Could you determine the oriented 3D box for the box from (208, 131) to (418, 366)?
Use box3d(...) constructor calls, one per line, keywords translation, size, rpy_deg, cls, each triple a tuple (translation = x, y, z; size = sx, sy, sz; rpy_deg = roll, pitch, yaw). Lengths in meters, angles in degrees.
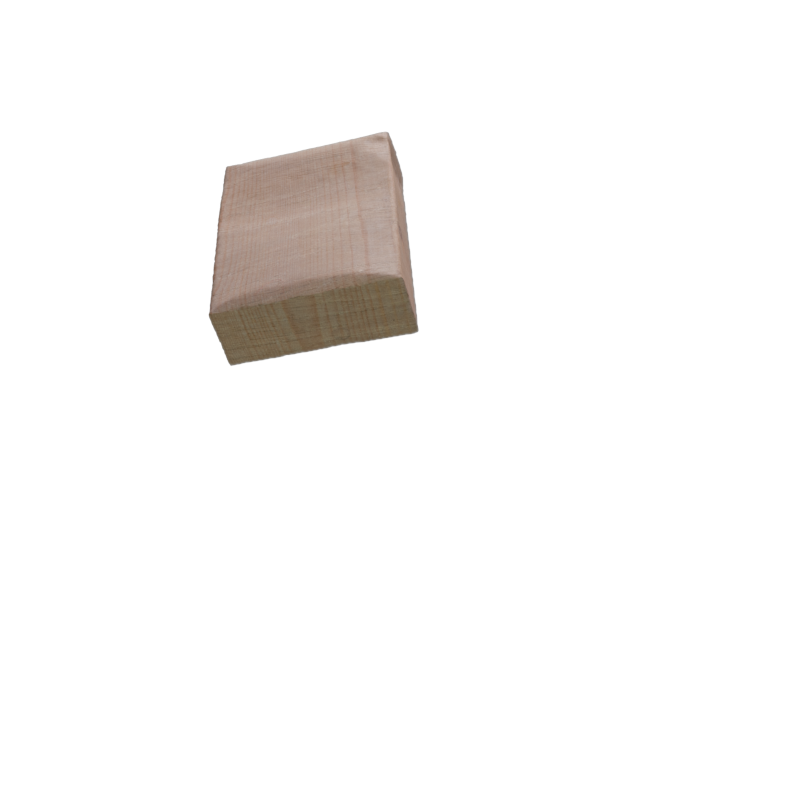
box3d(translation=(-0.077, -0.140, 0.979), size=(0.165, 0.066, 0.230), rpy_deg=(-11, 44, 7), cls="box")
